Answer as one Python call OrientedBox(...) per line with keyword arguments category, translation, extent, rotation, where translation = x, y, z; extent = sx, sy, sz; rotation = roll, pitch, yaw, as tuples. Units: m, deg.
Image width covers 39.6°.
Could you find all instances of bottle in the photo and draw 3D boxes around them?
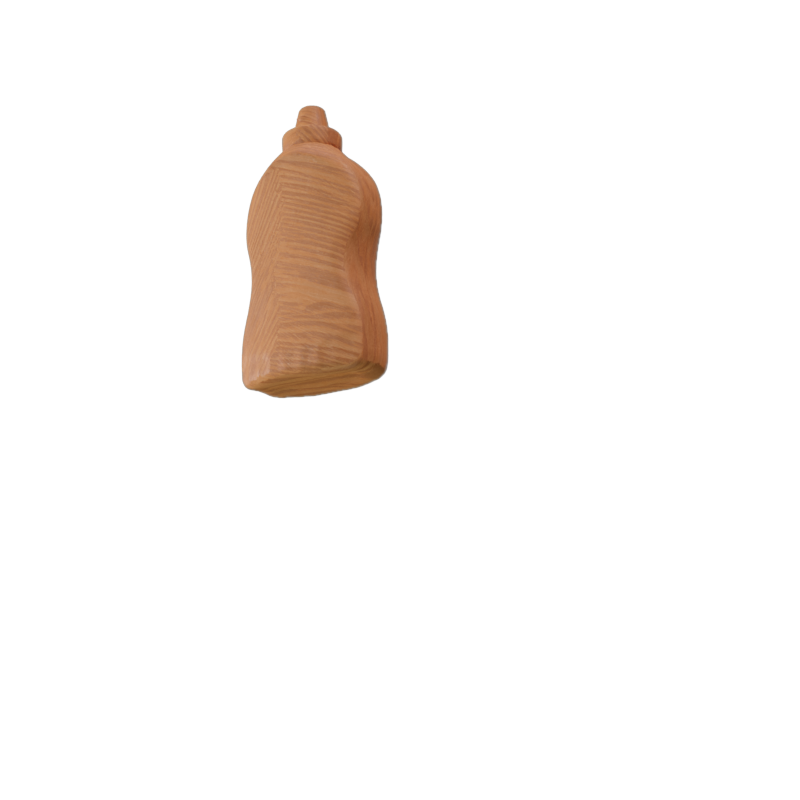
OrientedBox(category="bottle", translation=(-0.057, -0.103, 0.720), extent=(0.098, 0.201, 0.055), rotation=(-15, -25, 34))
